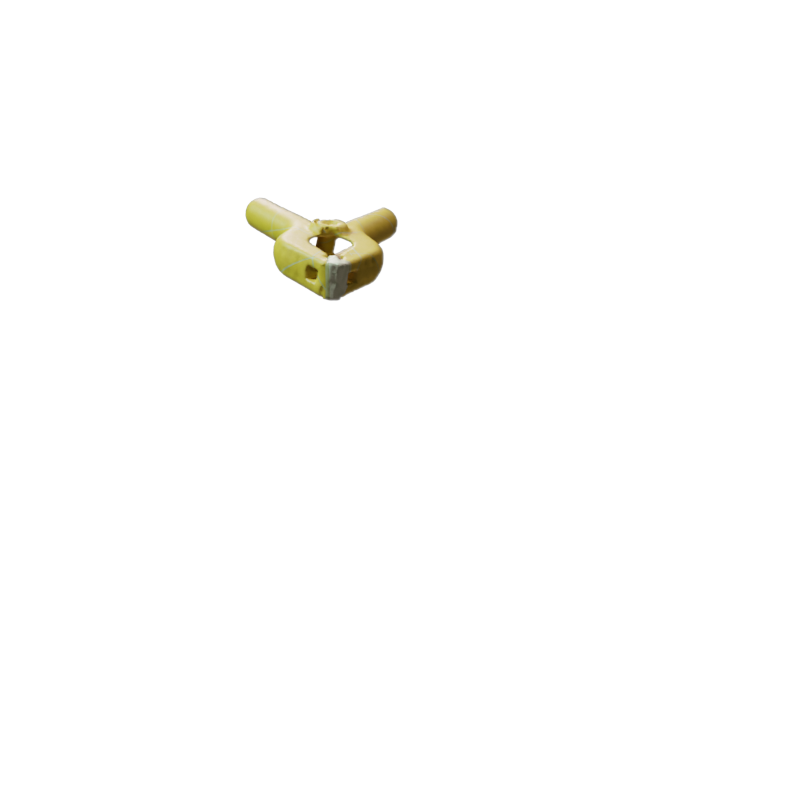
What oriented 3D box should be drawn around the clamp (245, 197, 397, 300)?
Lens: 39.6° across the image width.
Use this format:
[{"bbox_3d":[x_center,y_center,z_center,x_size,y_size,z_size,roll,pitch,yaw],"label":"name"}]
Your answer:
[{"bbox_3d":[-0.064,-0.117,0.822,0.121,0.038,0.178,1,21,3],"label":"clamp"}]
